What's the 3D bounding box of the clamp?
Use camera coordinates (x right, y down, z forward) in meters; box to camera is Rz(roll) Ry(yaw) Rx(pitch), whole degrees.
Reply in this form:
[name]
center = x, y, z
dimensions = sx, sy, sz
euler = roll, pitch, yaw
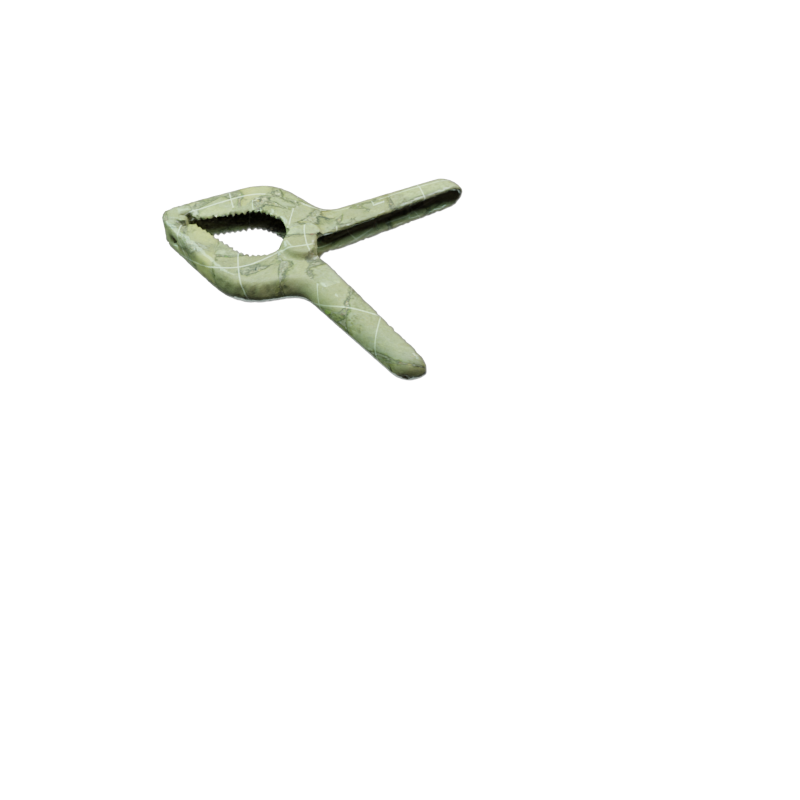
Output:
[clamp]
center = -0.061, -0.112, 0.781
dimensions = 0.215, 0.172, 0.034
euler = 16, -33, 11
